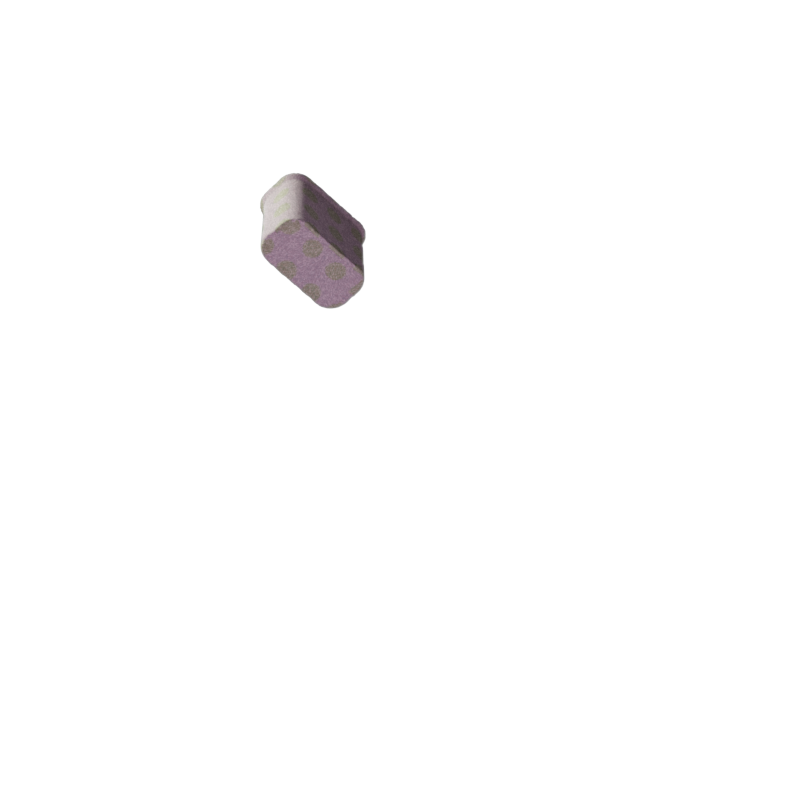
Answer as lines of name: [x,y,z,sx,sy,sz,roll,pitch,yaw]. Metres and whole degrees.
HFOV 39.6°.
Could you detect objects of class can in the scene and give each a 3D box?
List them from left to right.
can: [-0.077,-0.141,0.986,0.097,0.057,0.089,39,24,-24]
